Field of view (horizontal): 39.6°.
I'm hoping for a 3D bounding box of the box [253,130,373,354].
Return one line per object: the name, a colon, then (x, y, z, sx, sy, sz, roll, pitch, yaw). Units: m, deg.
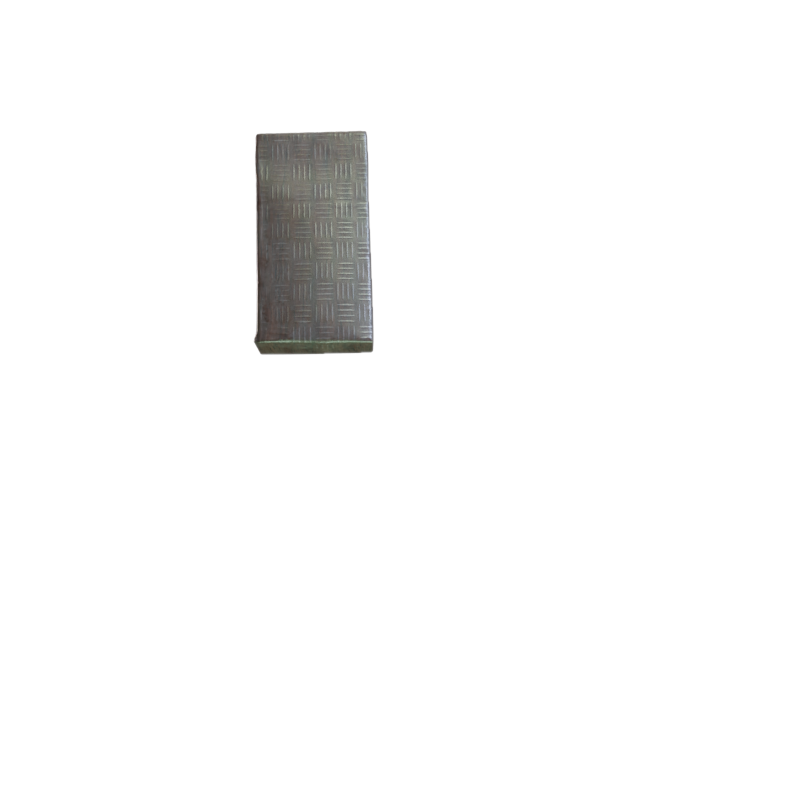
box: (-0.069, -0.127, 0.890, 0.093, 0.184, 0.046, -1, -19, 1)
